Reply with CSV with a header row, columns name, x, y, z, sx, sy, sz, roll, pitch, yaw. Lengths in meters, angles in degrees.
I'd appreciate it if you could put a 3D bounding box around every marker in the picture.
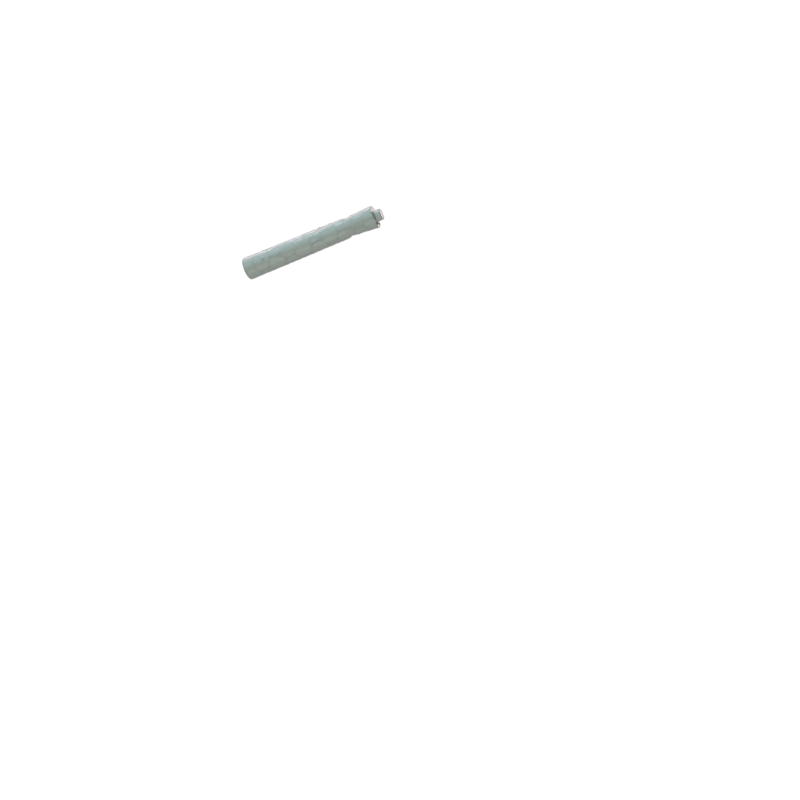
name,x,y,z,sx,sy,sz,roll,pitch,yaw
marker,-0.070,-0.127,0.891,0.121,0.020,0.019,-20,-1,14
